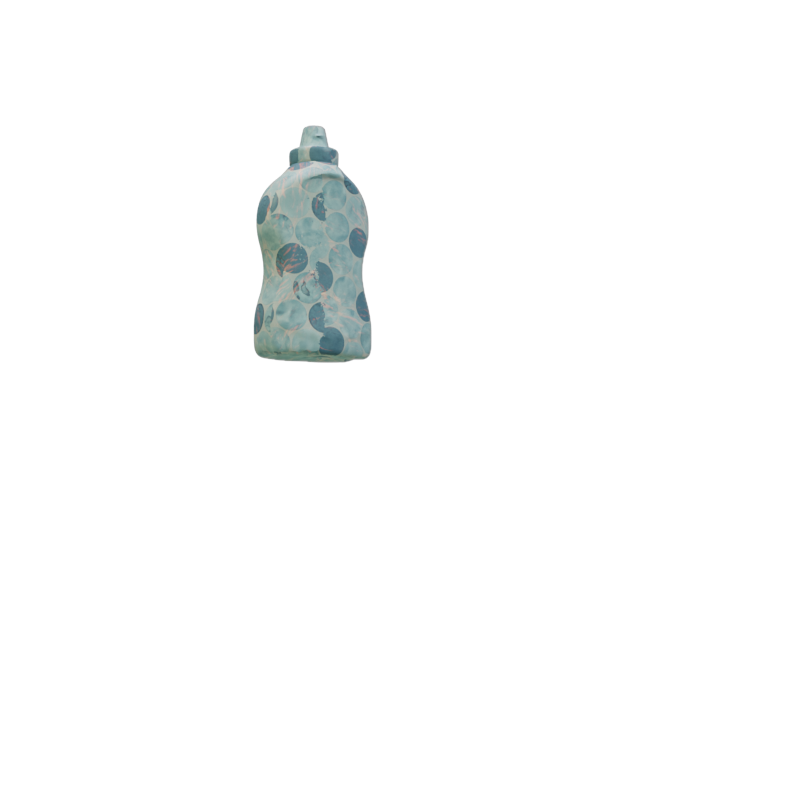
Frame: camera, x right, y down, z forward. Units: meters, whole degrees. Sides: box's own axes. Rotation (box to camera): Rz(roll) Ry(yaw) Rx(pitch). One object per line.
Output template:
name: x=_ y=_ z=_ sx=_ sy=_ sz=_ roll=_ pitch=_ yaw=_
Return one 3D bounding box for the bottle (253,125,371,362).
bottle: x=-0.070 y=-0.129 z=0.901 sx=0.092 sy=0.197 sz=0.059 roll=5 pitch=-12 yaw=-30
